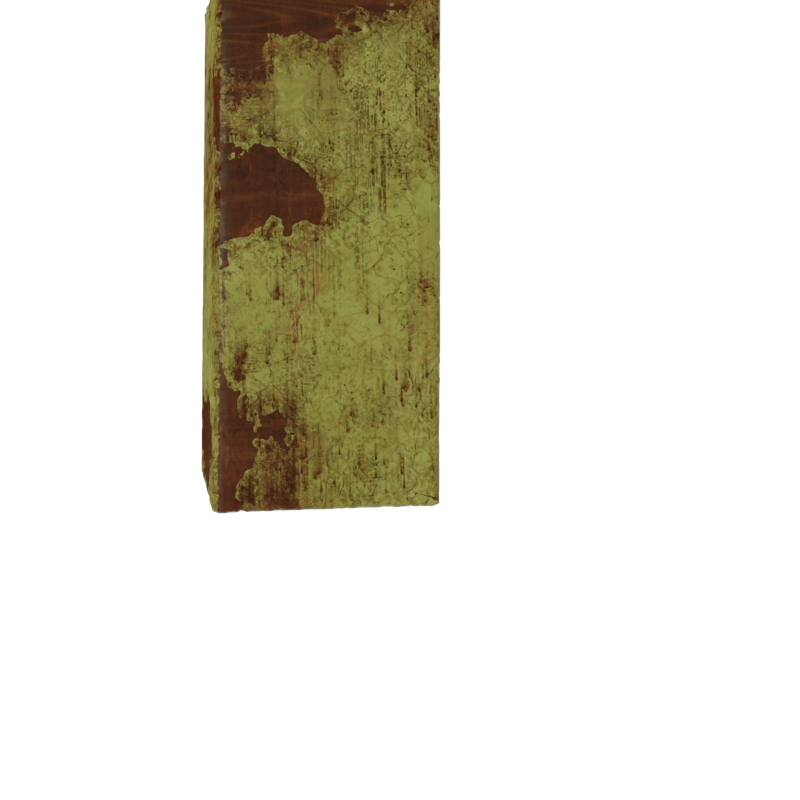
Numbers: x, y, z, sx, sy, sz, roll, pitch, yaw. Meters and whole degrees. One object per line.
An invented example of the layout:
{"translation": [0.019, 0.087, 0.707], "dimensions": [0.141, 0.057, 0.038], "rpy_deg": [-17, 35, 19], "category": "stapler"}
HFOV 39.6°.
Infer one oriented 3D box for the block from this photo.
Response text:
{"translation": [-0.037, -0.067, 0.469], "dimensions": [0.089, 0.206, 0.091], "rpy_deg": [0, 1, -11], "category": "block"}
